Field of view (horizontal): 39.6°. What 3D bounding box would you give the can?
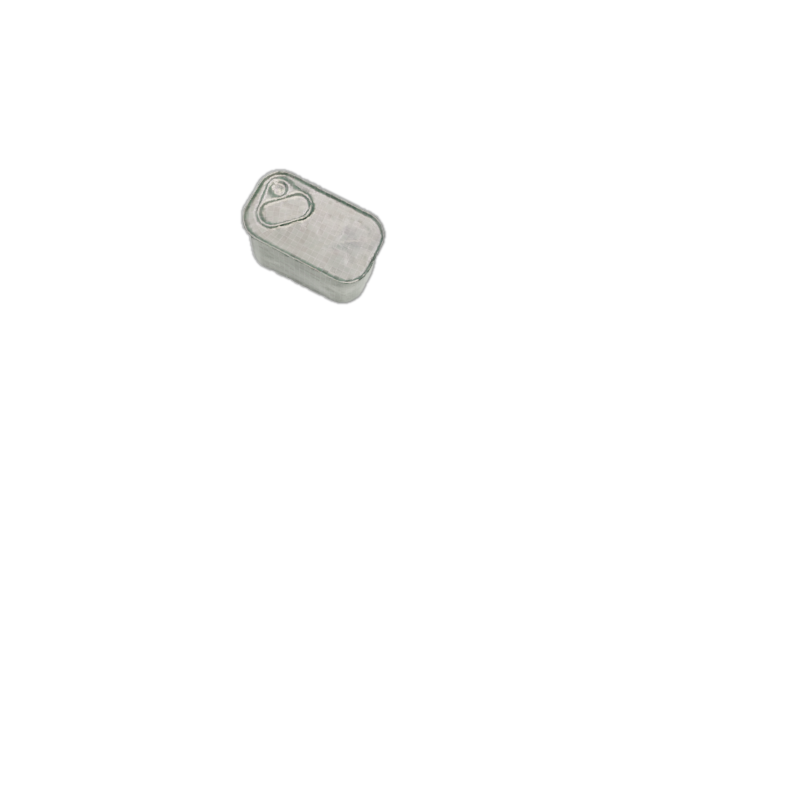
[{"bbox_3d":[-0.066,-0.119,0.836,0.103,0.059,0.081,28,-11,5],"label":"can"}]
